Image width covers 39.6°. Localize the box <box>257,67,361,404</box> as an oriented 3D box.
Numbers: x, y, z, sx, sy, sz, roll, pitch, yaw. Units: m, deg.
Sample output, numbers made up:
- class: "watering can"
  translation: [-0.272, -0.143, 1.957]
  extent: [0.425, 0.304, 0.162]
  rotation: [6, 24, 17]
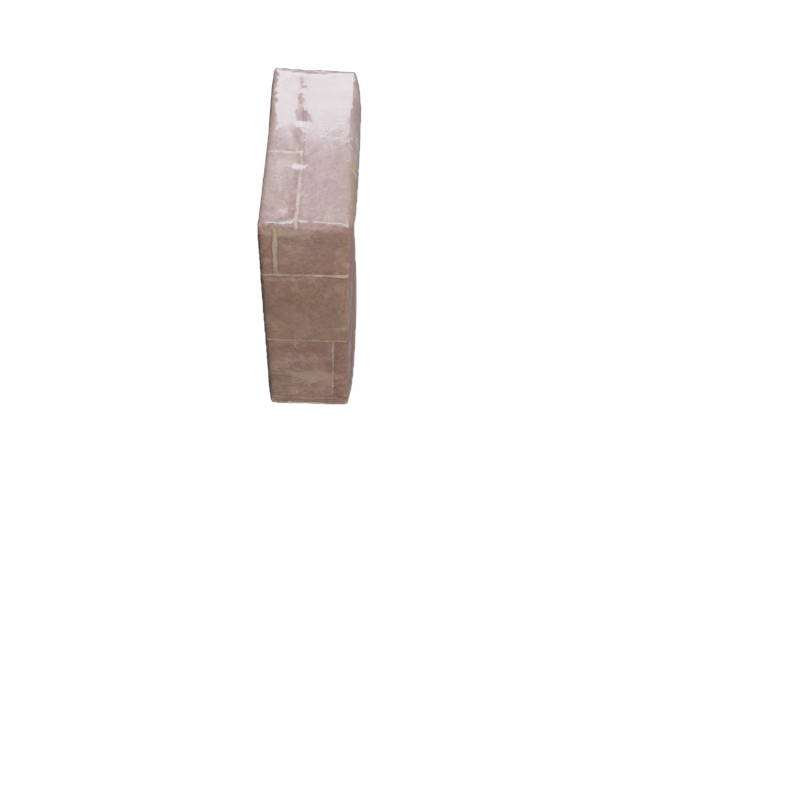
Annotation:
- class: "box"
  translation: [-0.067, -0.122, 0.858]
  extent: [0.072, 0.176, 0.199]
  rotation: [2, -37, -3]
